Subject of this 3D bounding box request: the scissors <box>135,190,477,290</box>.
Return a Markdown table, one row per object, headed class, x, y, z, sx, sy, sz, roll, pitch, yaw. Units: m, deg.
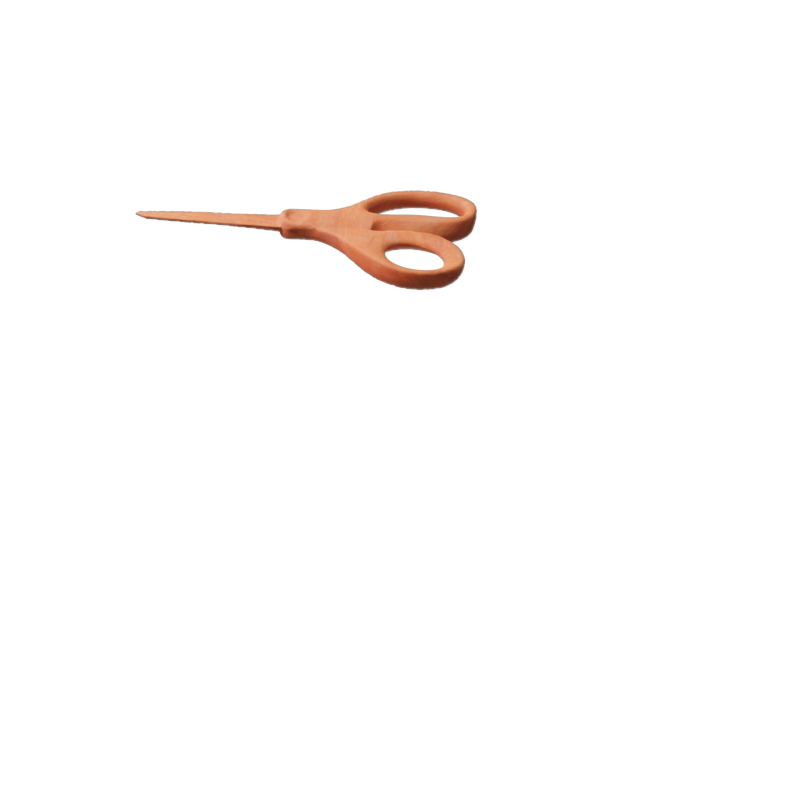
| class | x | y | z | sx | sy | sz | roll | pitch | yaw |
| --- | --- | --- | --- | --- | --- | --- | --- | --- | --- |
| scissors | -0.050 | -0.092 | 0.642 | 0.200 | 0.015 | 0.104 | -6 | 40 | -8 |
